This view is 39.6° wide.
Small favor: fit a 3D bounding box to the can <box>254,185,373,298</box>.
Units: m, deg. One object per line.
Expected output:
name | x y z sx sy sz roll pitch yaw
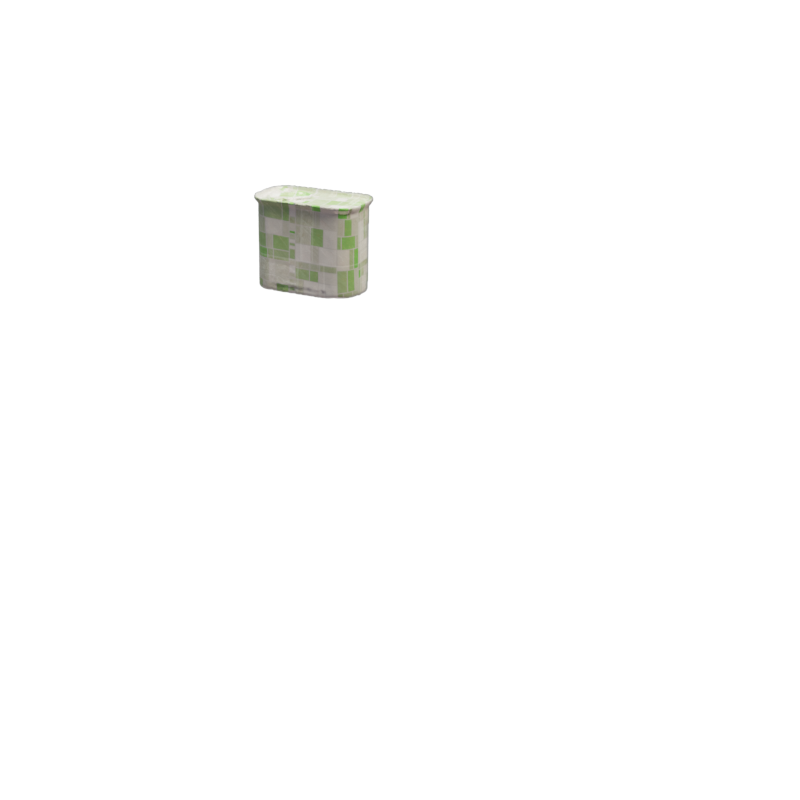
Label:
can | -0.076 -0.139 0.973 0.106 0.080 0.058 10 21 24
